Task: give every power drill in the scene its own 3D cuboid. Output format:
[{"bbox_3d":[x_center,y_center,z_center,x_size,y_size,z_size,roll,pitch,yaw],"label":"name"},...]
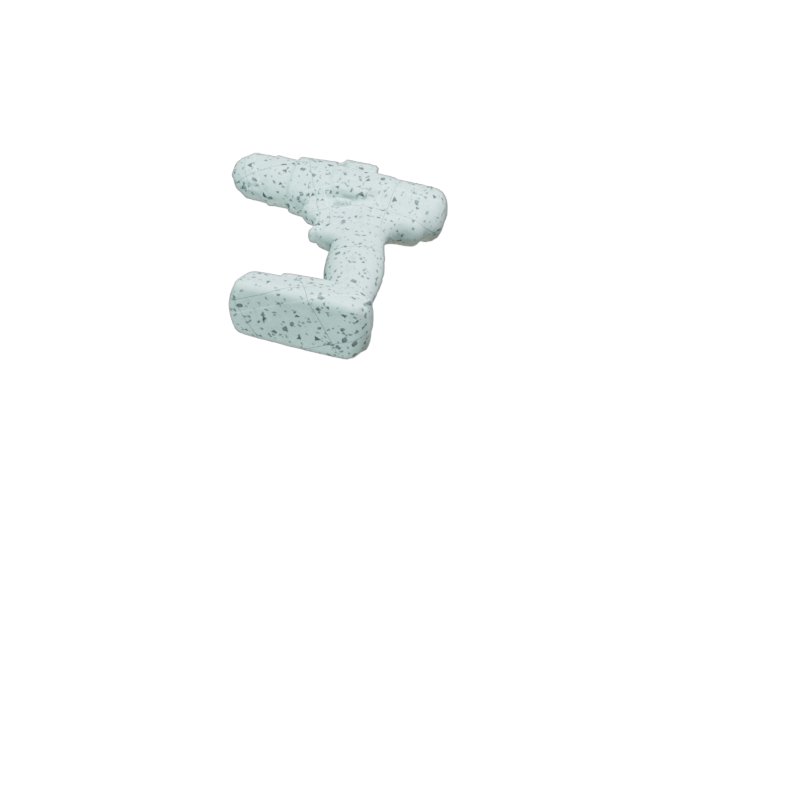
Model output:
[{"bbox_3d":[-0.068,-0.125,0.873,0.188,0.053,0.197,11,46,11],"label":"power drill"}]
